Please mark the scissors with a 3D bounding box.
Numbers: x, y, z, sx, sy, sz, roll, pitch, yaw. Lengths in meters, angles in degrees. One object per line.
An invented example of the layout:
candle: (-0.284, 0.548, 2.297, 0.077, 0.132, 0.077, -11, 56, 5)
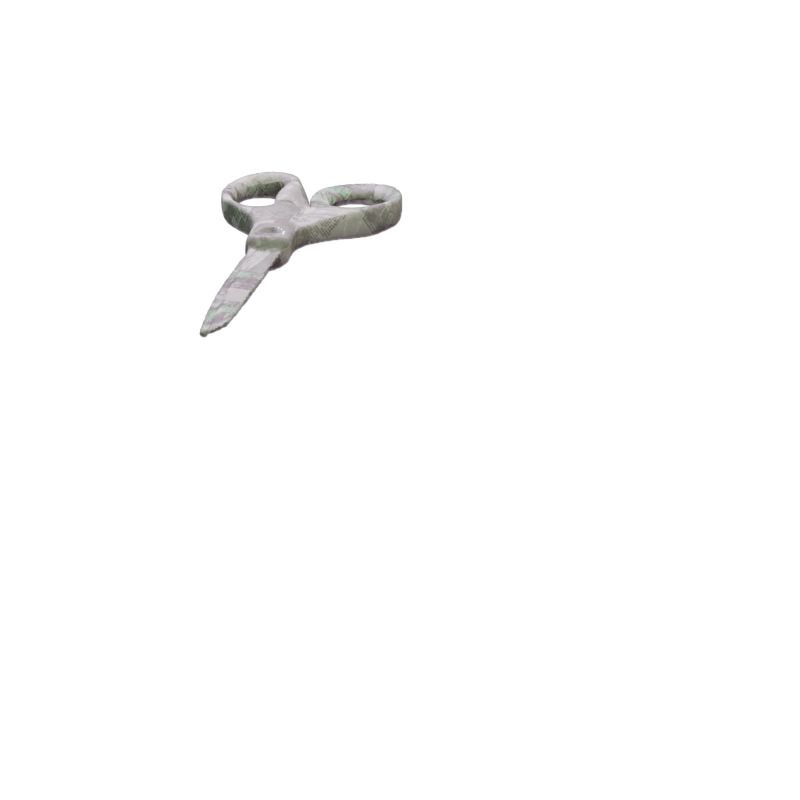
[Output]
scissors: (-0.037, -0.068, 0.476, 0.095, 0.015, 0.213, -3, 25, -8)
